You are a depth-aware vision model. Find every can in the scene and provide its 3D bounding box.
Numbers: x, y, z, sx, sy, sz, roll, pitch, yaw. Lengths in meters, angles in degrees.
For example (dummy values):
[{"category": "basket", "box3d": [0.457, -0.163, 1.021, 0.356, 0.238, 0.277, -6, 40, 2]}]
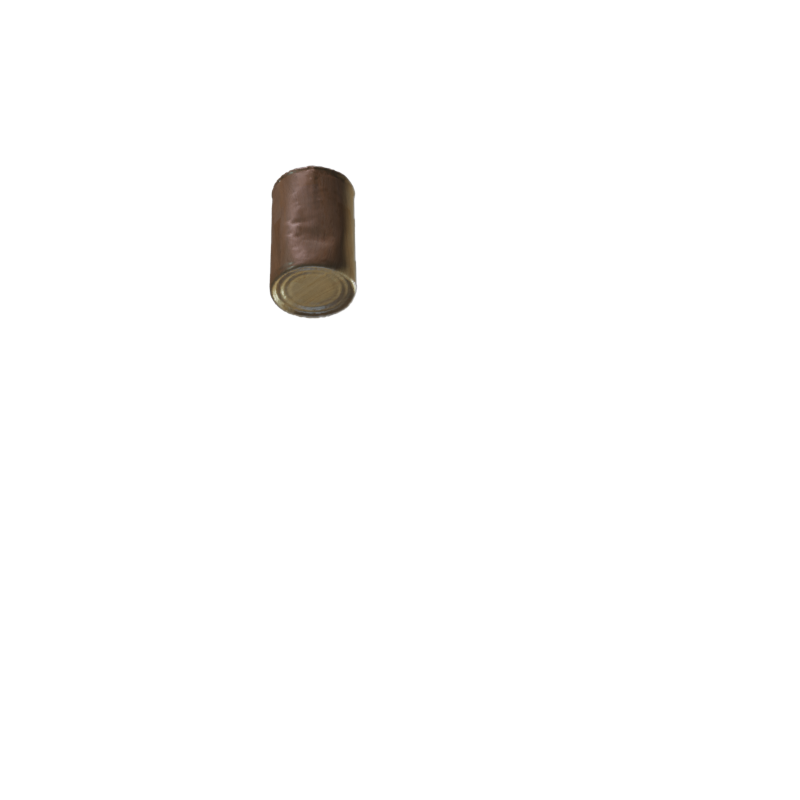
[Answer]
[{"category": "can", "box3d": [-0.068, -0.124, 0.868, 0.068, 0.110, 0.064, -1, -37, -3]}]
